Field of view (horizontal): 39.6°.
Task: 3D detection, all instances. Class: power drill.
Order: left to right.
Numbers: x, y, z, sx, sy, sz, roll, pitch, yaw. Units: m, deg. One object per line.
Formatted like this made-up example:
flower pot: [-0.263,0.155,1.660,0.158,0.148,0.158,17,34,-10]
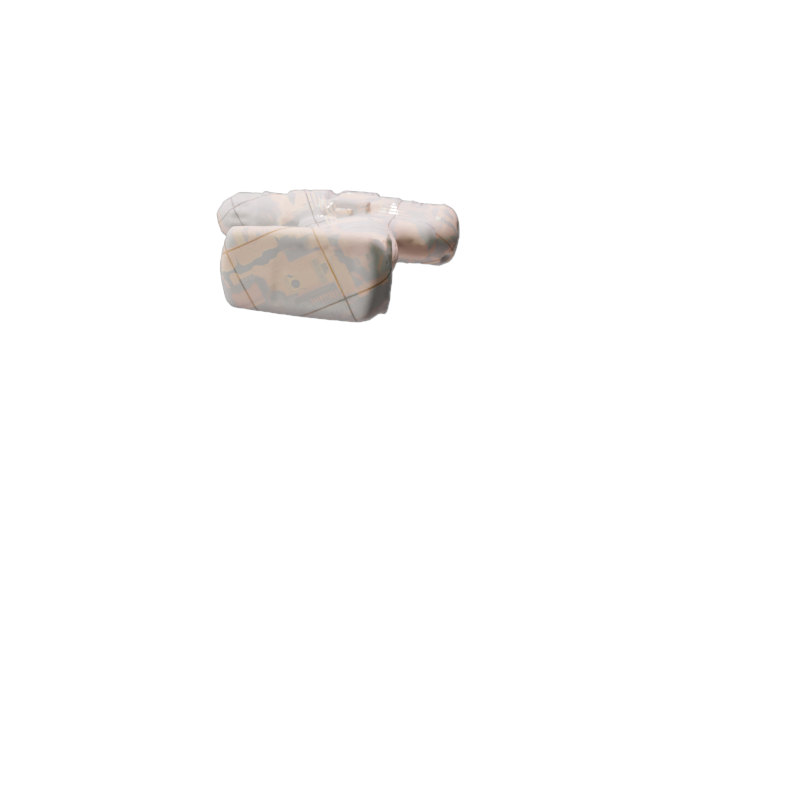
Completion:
power drill: [-0.060,-0.109,0.765,0.188,0.055,0.191,4,20,11]
